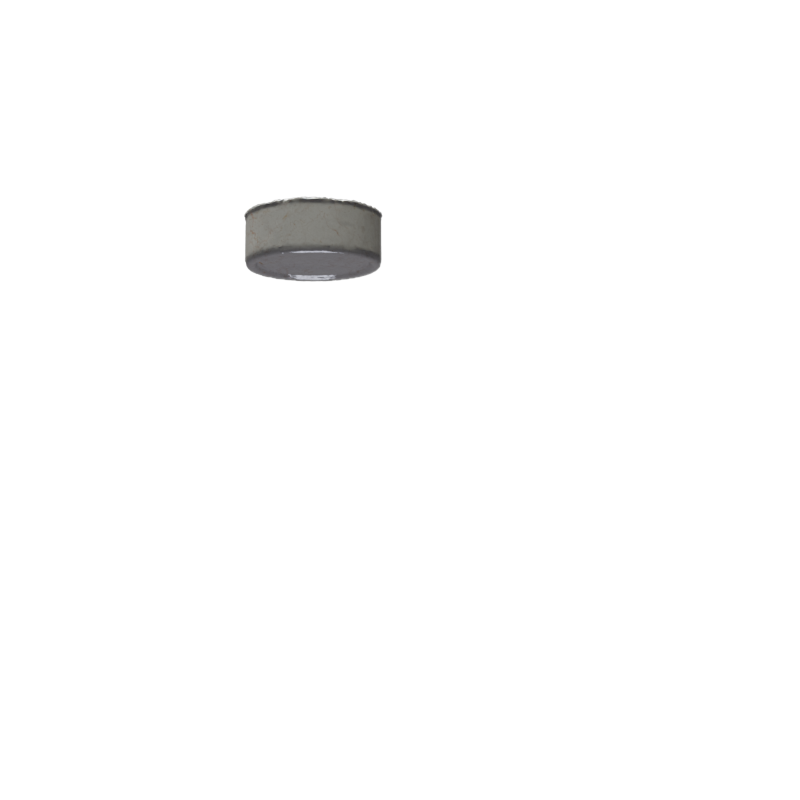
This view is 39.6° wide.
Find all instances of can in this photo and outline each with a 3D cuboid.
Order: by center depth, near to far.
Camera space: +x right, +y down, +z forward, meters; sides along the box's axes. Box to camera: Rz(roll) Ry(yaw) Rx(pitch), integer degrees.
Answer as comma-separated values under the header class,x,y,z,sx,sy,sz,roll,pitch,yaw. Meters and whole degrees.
class,x,y,z,sx,sy,sz,roll,pitch,yaw
can,-0.054,-0.098,0.688,0.086,0.034,0.084,0,-7,-2
